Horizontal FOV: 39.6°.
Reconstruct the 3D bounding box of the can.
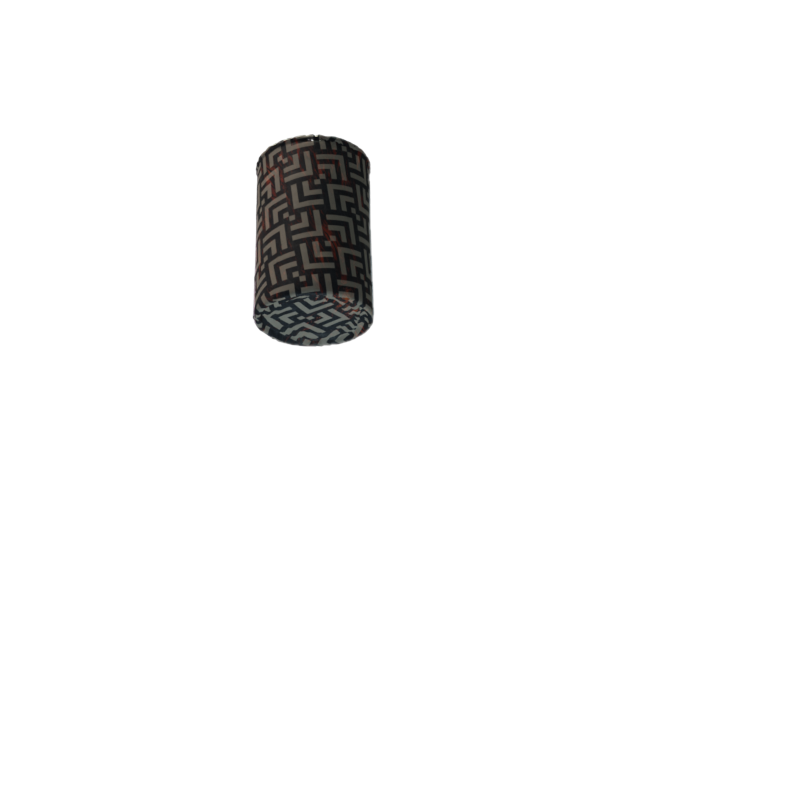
[{"bbox_3d":[-0.049,-0.090,0.630,0.068,0.109,0.065,0,-28,-2],"label":"can"}]
